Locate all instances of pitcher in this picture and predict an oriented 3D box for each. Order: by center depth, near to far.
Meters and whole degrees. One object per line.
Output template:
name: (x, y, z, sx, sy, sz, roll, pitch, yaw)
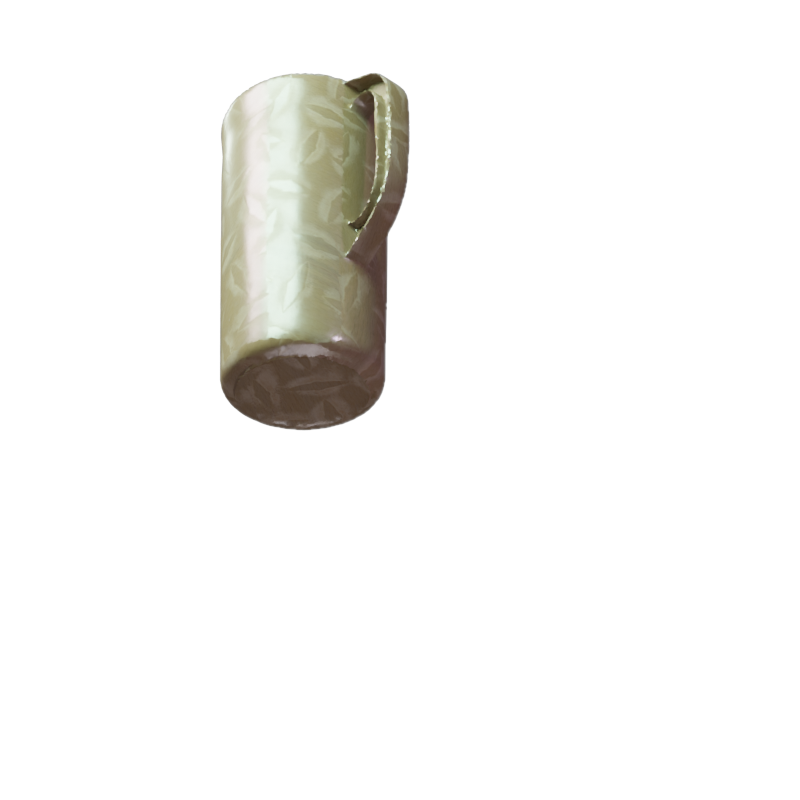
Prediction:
pitcher: (-0.061, -0.112, 0.784, 0.145, 0.260, 0.139, -4, -37, 2)
